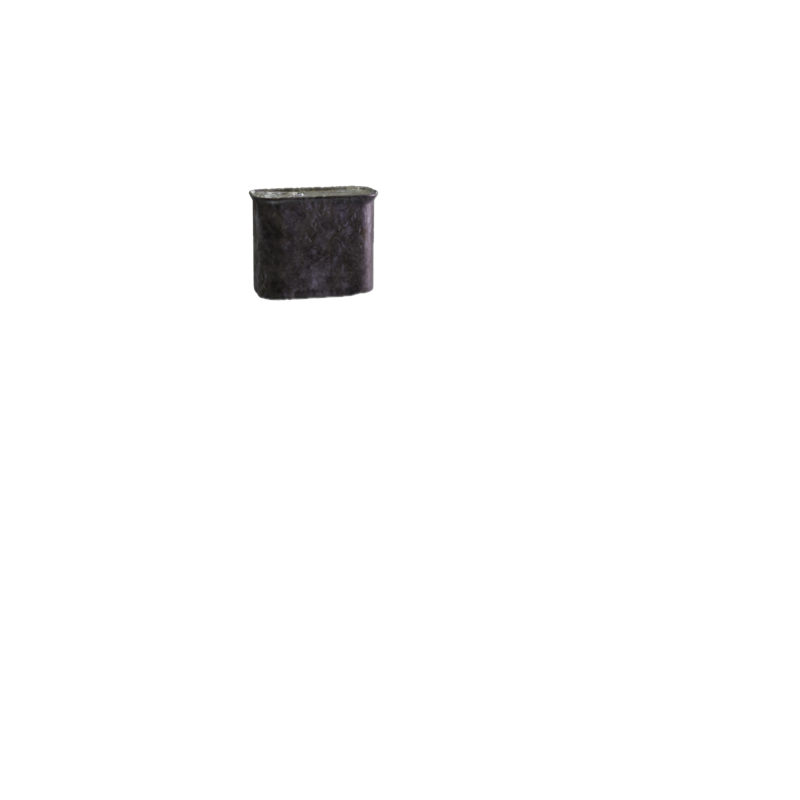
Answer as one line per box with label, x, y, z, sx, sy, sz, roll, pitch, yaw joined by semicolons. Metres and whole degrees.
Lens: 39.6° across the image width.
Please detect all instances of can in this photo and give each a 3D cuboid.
can;-0.071;-0.129;0.900;0.100;0.082;0.060;-4;13;-15
